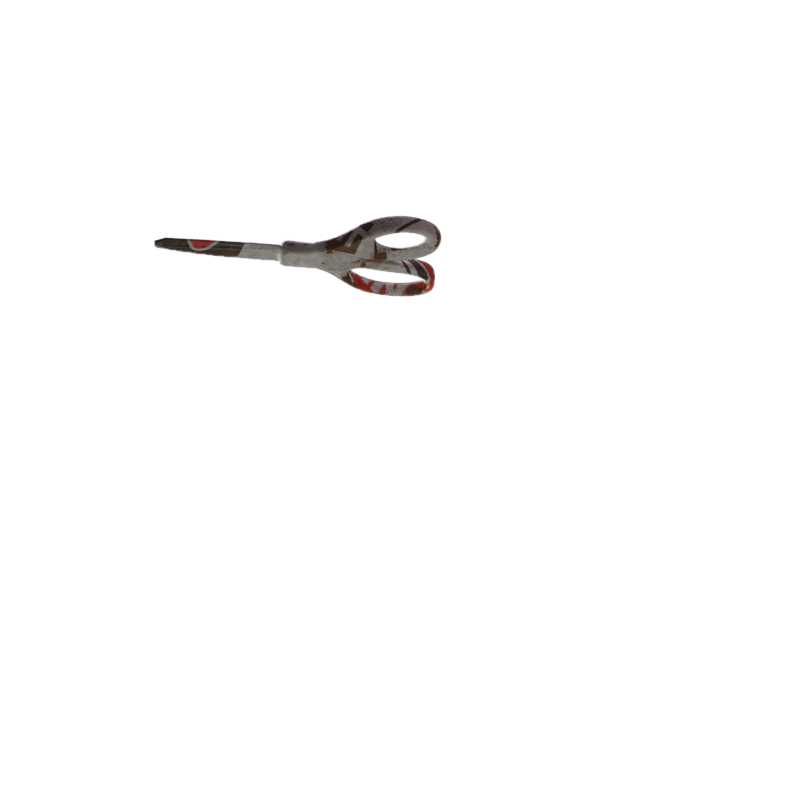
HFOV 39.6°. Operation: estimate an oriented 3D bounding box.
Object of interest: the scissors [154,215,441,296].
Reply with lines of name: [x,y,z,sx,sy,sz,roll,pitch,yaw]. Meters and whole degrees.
scissors: [-0.060,-0.110,0.767,0.195,0.017,0.093,12,-31,-20]
